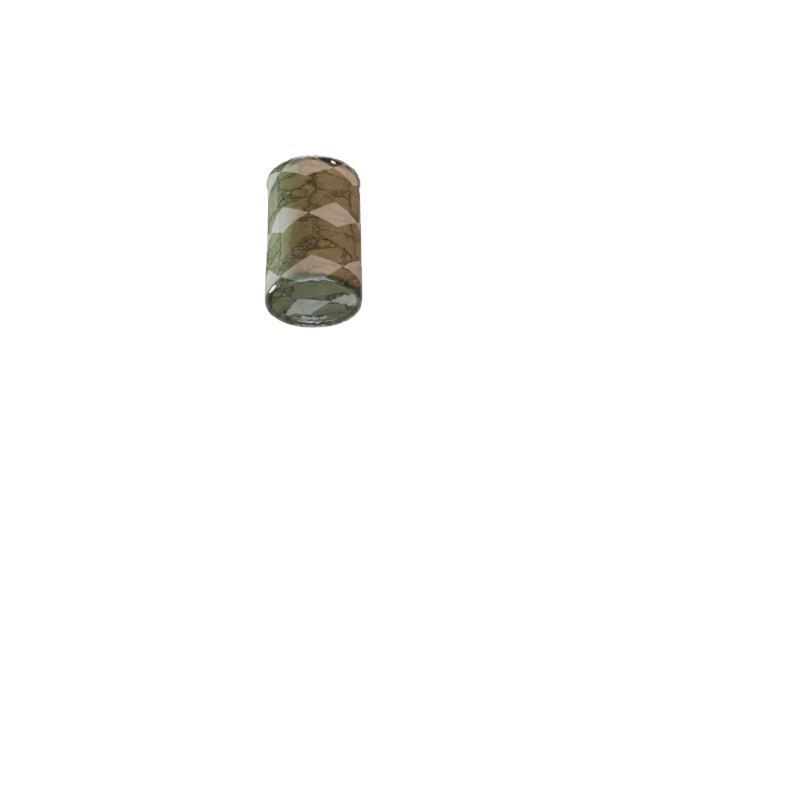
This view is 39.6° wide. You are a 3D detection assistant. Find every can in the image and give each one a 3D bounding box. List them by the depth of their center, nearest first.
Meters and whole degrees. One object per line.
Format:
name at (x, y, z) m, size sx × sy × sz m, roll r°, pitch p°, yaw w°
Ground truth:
can at (-0.061, -0.110, 0.774) m, size 0.068 × 0.109 × 0.064 m, roll 0°, pitch -30°, yaw -2°
